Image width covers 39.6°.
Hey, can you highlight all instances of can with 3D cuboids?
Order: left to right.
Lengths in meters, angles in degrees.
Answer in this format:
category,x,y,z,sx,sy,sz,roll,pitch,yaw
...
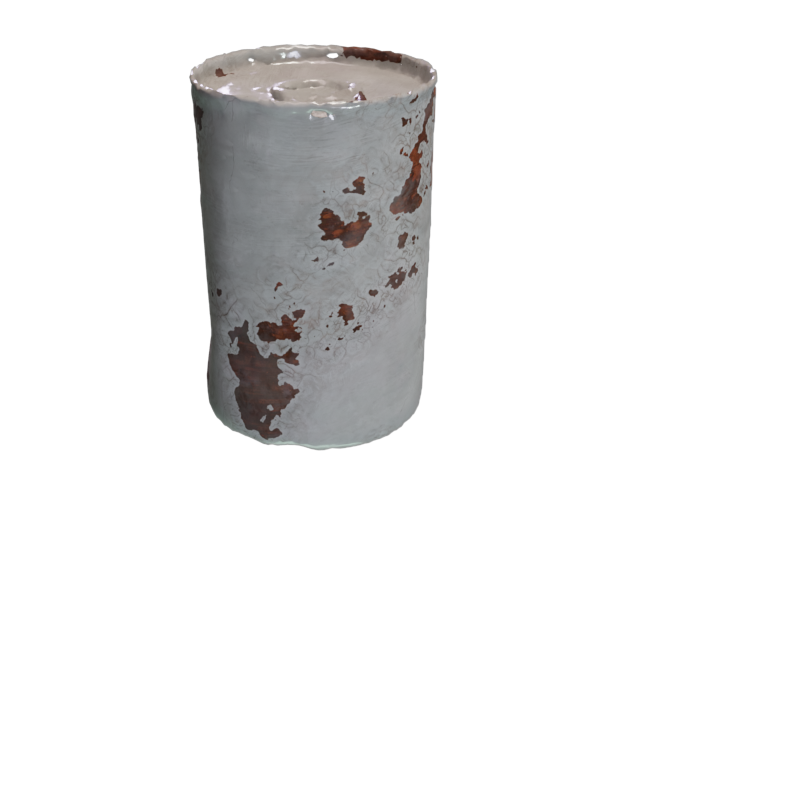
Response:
category,x,y,z,sx,sy,sz,roll,pitch,yaw
can,-0.025,-0.046,0.322,0.068,0.097,0.072,0,25,-2
